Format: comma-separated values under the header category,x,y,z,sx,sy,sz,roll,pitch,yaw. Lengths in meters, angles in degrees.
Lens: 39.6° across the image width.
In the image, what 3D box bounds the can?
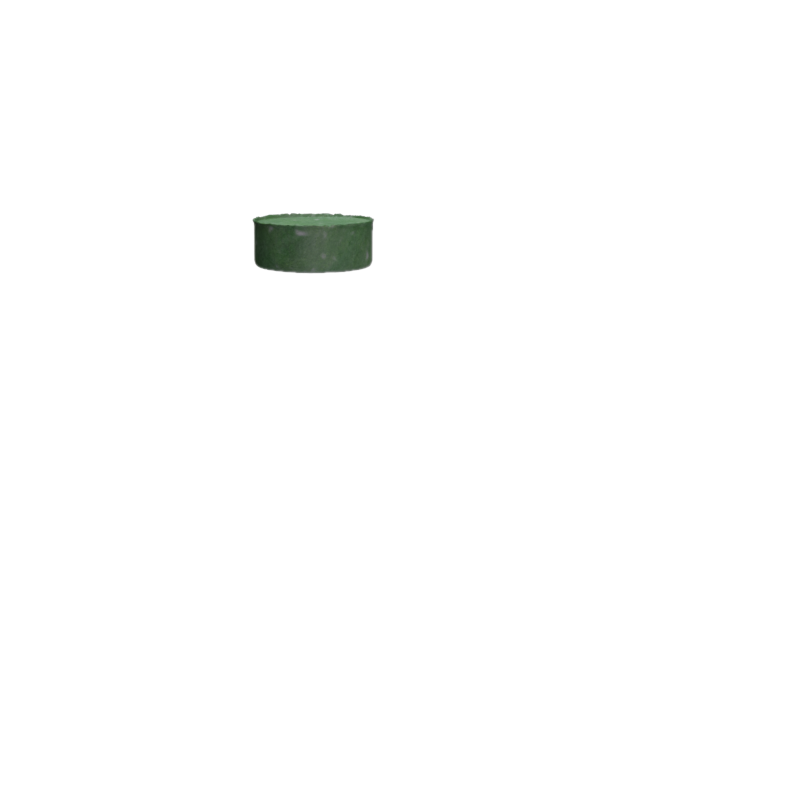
category,x,y,z,sx,sy,sz,roll,pitch,yaw
can,-0.062,-0.112,0.786,0.086,0.033,0.088,0,14,-2
